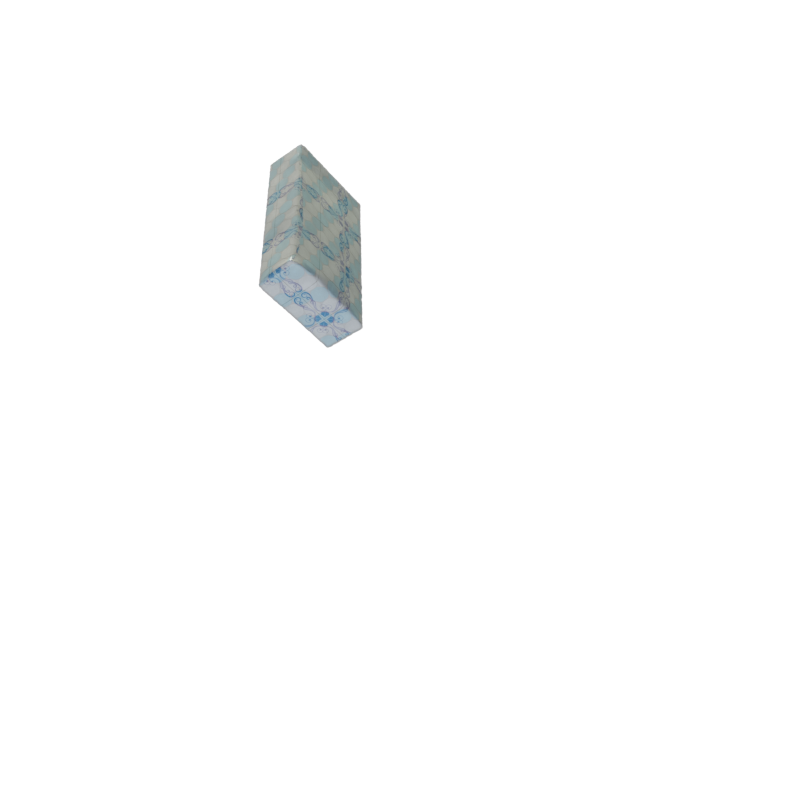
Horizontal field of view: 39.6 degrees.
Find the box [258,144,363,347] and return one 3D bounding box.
[{"bbox_3d":[-0.077,-0.140,0.980,0.048,0.189,0.087,-33,-55,22],"label":"box"}]
